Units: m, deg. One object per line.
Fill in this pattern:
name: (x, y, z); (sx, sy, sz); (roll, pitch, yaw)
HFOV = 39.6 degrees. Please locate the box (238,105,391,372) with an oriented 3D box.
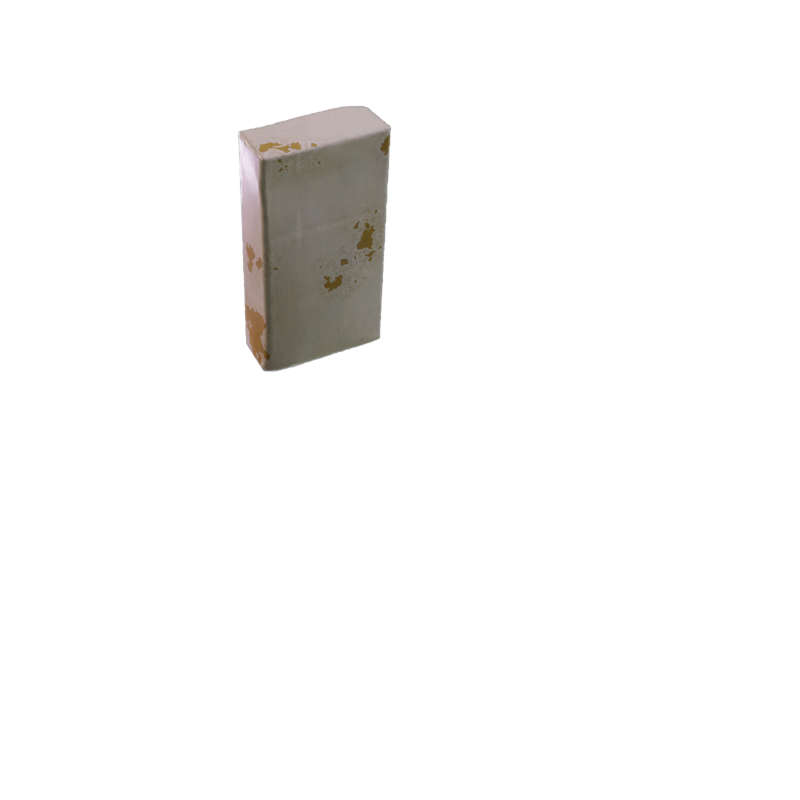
box: (-0.058, -0.107, 0.747); (0.092, 0.165, 0.052); (-17, 40, -24)
